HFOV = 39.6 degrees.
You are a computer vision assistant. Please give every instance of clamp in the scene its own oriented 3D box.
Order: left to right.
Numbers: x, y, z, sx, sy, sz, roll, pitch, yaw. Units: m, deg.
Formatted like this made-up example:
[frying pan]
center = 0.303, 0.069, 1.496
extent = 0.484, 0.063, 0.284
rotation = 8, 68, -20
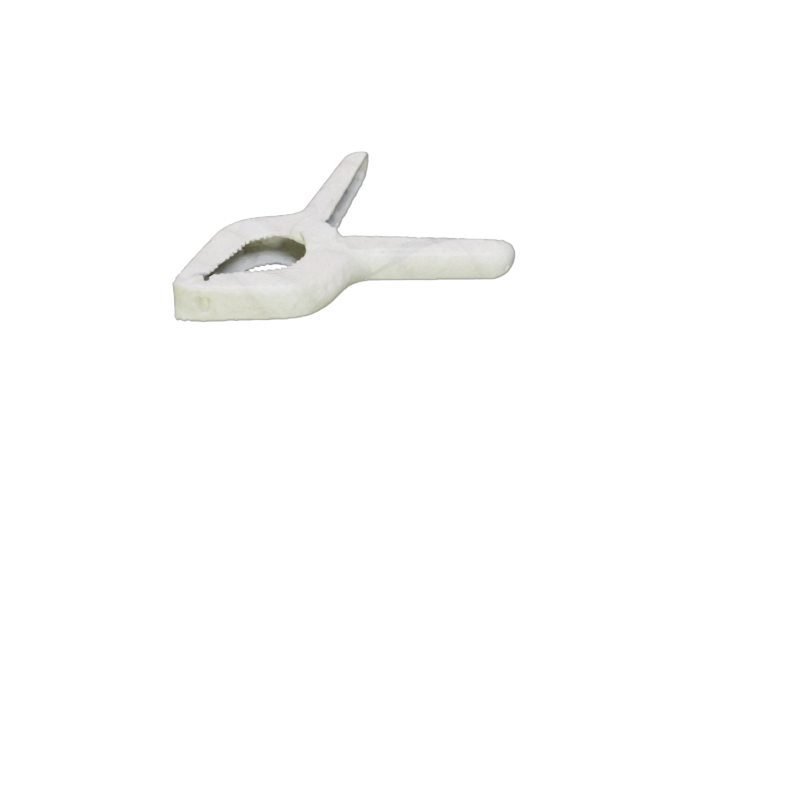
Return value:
[clamp]
center = -0.056, -0.102, 0.716
extent = 0.207, 0.034, 0.178
rotation = -19, 41, -24
